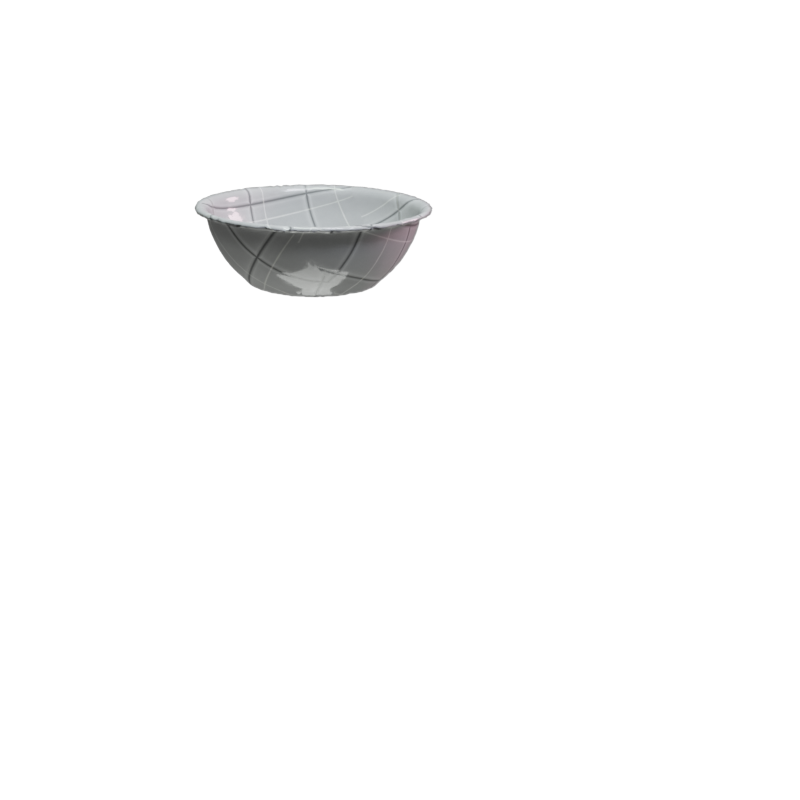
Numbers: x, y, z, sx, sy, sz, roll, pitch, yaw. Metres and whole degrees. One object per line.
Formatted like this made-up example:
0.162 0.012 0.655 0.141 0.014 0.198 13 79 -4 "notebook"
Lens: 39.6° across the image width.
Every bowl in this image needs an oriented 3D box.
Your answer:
-0.060 -0.109 0.763 0.162 0.053 0.169 -1 20 -2 "bowl"
